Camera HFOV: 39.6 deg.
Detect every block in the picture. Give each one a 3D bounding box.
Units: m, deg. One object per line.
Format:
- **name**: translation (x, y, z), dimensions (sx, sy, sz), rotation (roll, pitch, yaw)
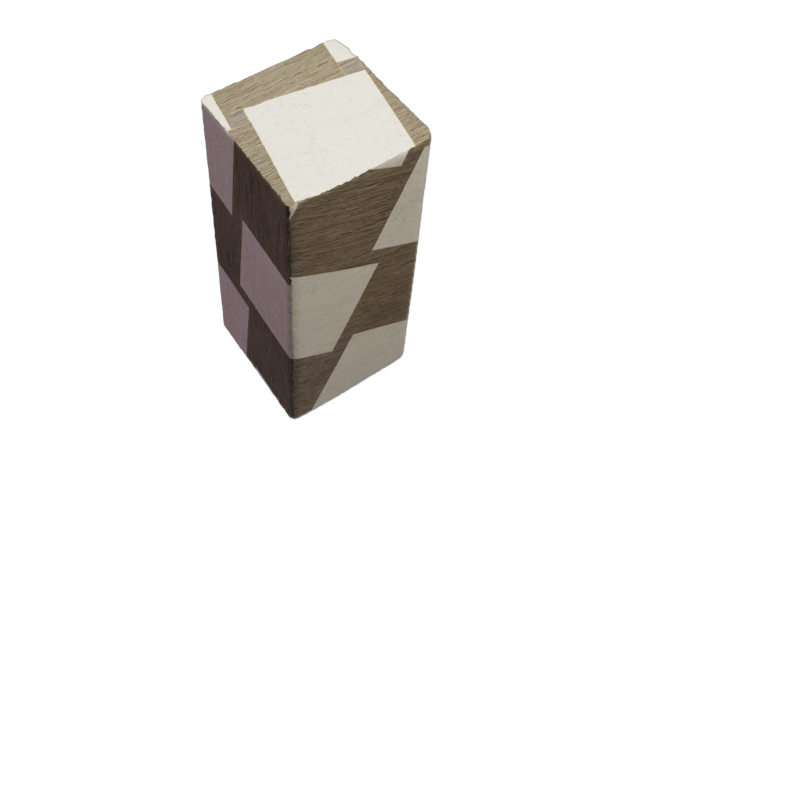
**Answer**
- **block**: translation (-0.050, -0.092, 0.645), dimensions (0.090, 0.097, 0.193), rotation (-29, -28, -21)
